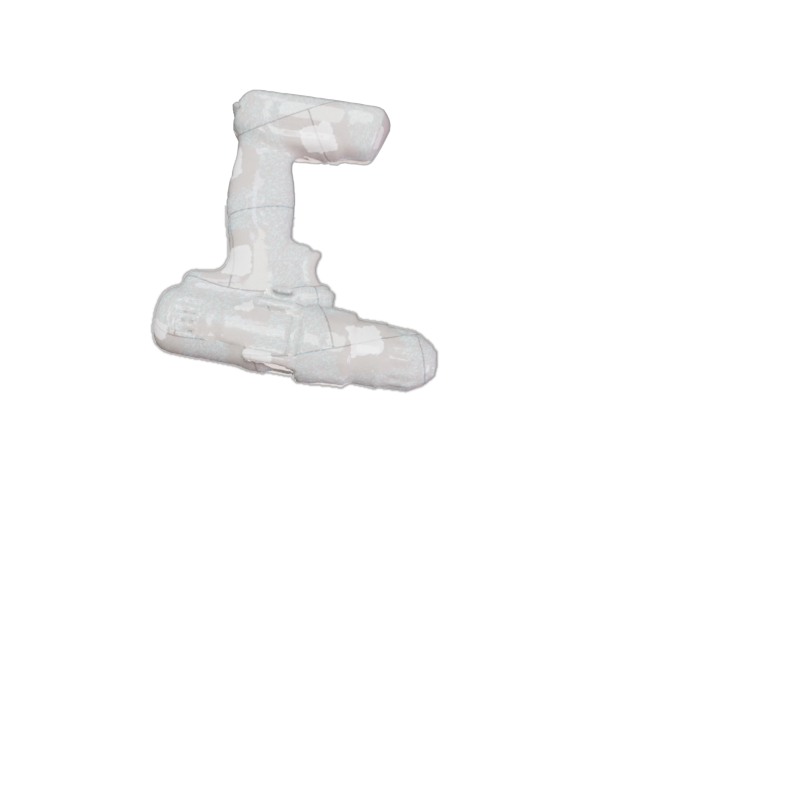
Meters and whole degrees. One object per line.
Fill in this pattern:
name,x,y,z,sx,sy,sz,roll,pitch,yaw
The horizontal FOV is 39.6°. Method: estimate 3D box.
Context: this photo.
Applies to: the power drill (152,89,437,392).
power drill,-0.057,-0.104,0.731,0.185,0.194,0.055,9,-16,2
